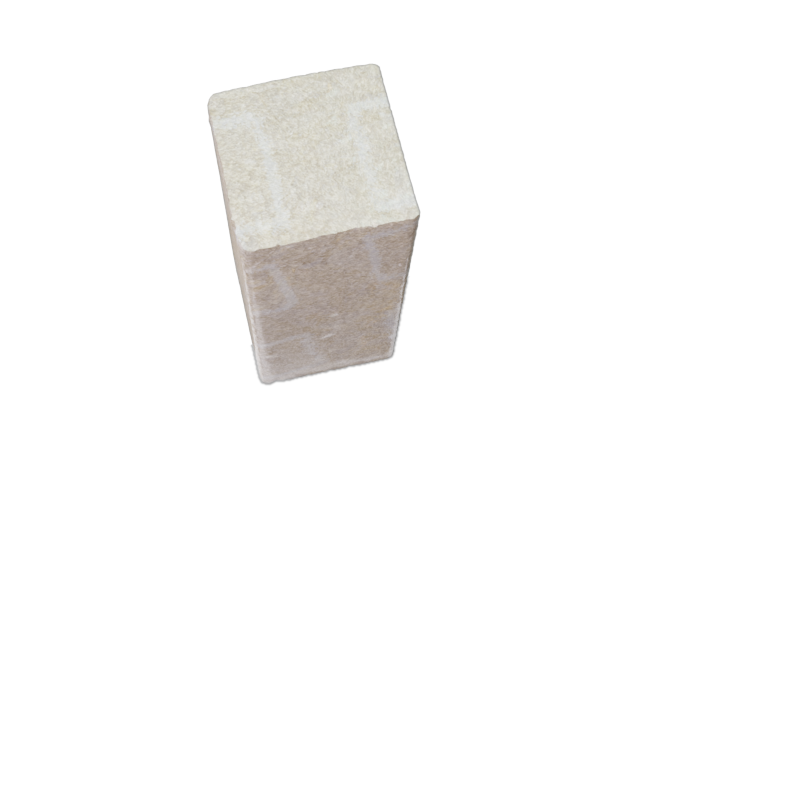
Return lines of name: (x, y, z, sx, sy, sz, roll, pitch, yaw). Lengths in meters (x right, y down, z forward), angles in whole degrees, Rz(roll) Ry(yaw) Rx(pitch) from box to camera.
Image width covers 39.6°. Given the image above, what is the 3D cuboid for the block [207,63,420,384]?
block: (-0.050, -0.090, 0.627, 0.090, 0.095, 0.197, -12, -17, -7)
